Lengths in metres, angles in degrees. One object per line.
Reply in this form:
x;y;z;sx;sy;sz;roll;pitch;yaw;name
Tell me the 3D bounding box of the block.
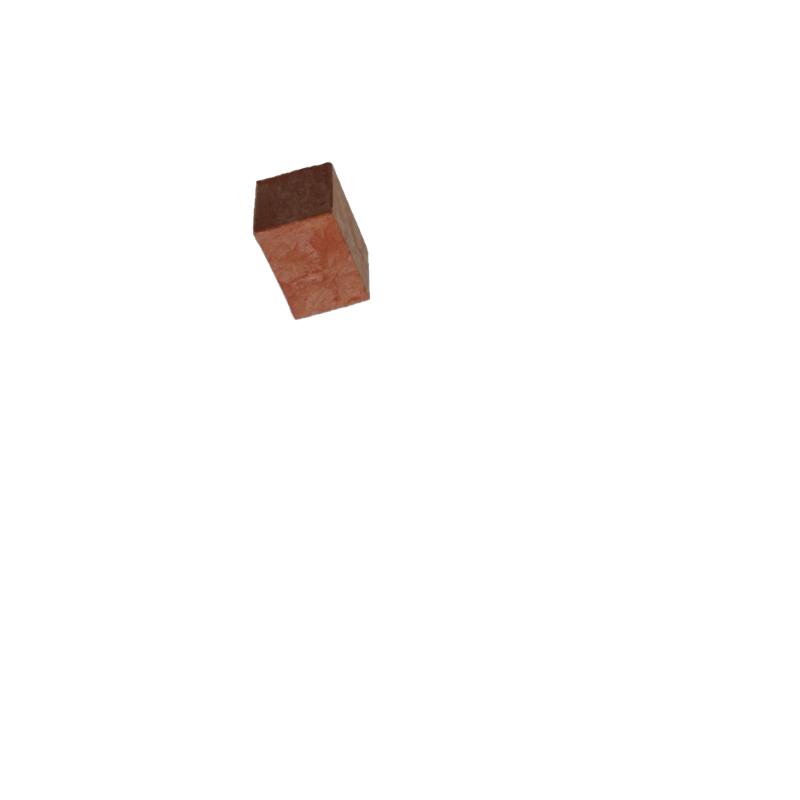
-0.054;-0.099;0.695;0.053;0.055;0.072;-13;-47;10;block
